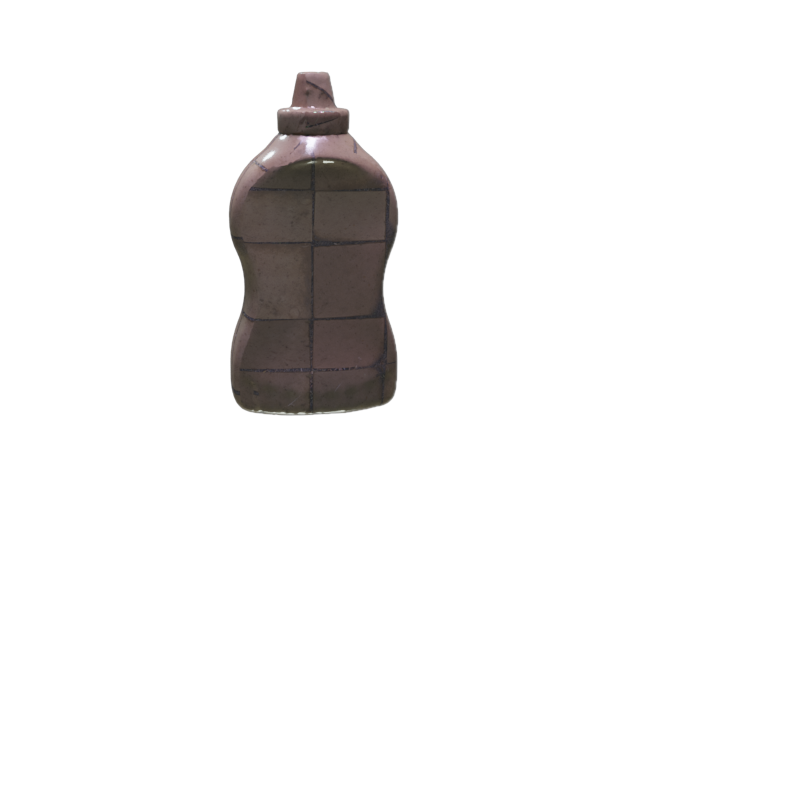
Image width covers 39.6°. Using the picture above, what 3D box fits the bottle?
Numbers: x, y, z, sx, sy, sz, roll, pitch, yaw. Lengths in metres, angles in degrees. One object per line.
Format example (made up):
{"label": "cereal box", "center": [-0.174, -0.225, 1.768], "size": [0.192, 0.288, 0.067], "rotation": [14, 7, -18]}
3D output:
{"label": "bottle", "center": [-0.050, -0.091, 0.634], "size": [0.095, 0.187, 0.061], "rotation": [-1, 12, -9]}
